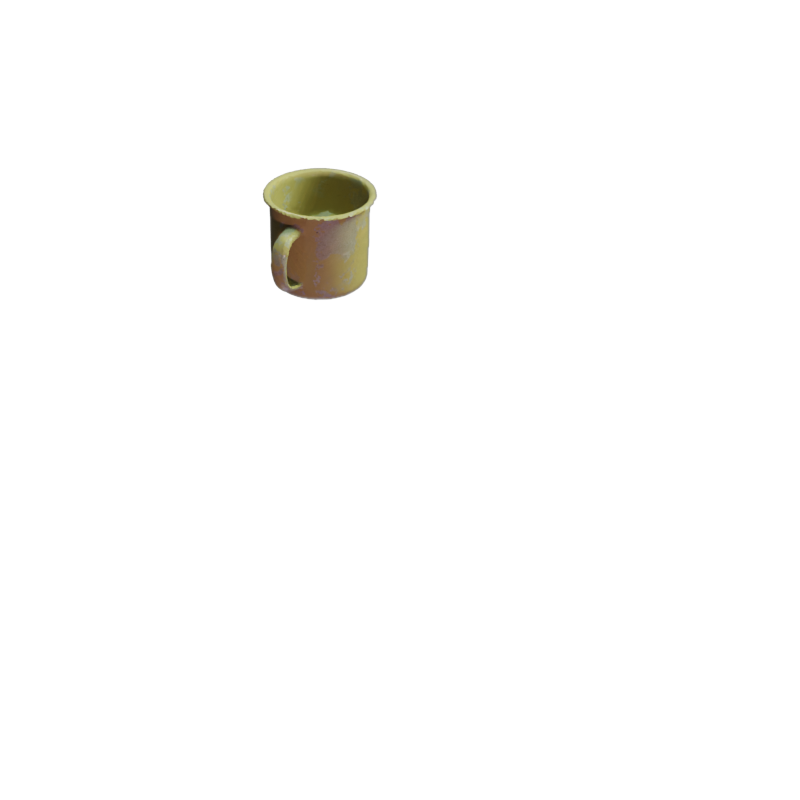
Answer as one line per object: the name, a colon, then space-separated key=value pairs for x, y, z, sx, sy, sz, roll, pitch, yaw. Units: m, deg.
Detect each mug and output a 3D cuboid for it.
mug: x=-0.071 y=-0.130 z=0.912 sx=0.097 sy=0.076 sz=0.120 roll=14 pitch=36 yaw=19
